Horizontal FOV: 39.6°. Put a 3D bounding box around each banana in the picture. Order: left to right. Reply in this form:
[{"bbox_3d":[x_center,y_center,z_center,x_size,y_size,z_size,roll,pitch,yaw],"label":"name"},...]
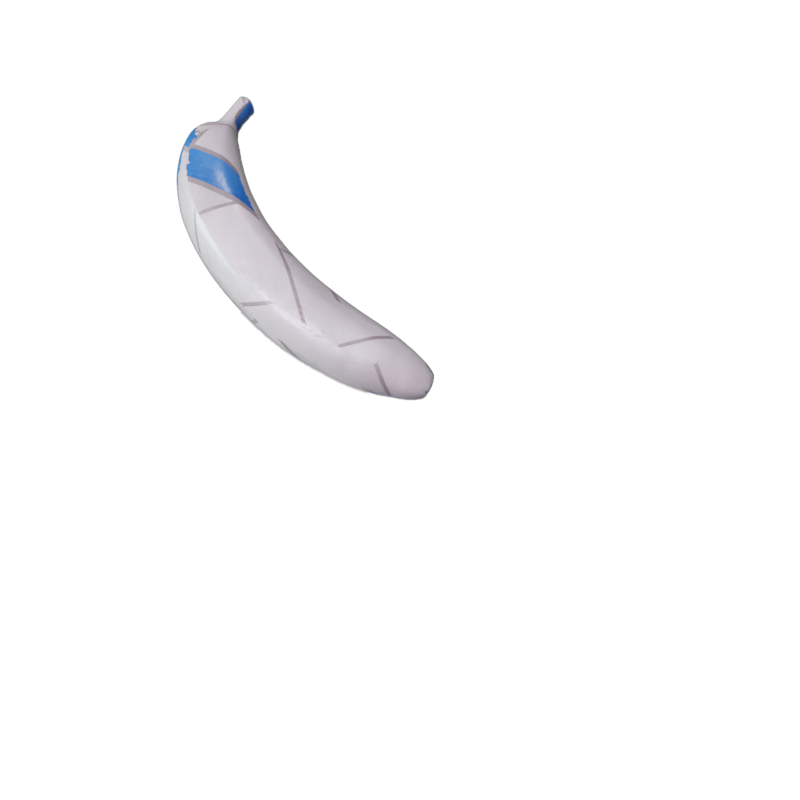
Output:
[{"bbox_3d":[-0.061,-0.073,0.548,0.069,0.210,0.035,-27,-24,-13],"label":"banana"}]
